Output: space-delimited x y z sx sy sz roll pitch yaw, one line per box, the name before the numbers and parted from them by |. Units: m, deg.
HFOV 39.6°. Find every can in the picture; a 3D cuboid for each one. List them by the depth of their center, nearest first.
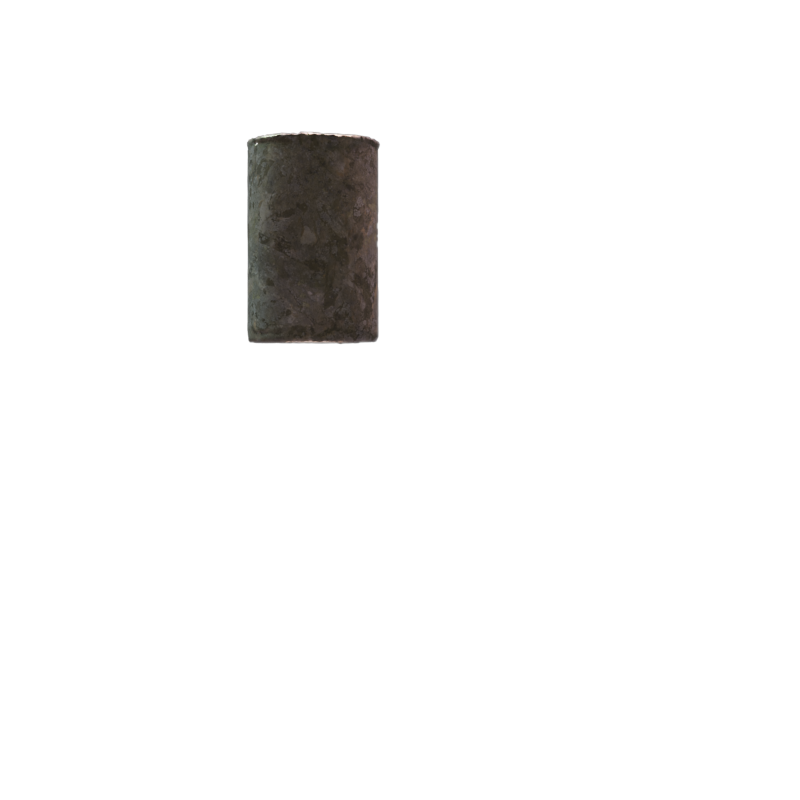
can | -0.044 -0.080 0.563 0.068 0.103 0.068 0 -2 -2
